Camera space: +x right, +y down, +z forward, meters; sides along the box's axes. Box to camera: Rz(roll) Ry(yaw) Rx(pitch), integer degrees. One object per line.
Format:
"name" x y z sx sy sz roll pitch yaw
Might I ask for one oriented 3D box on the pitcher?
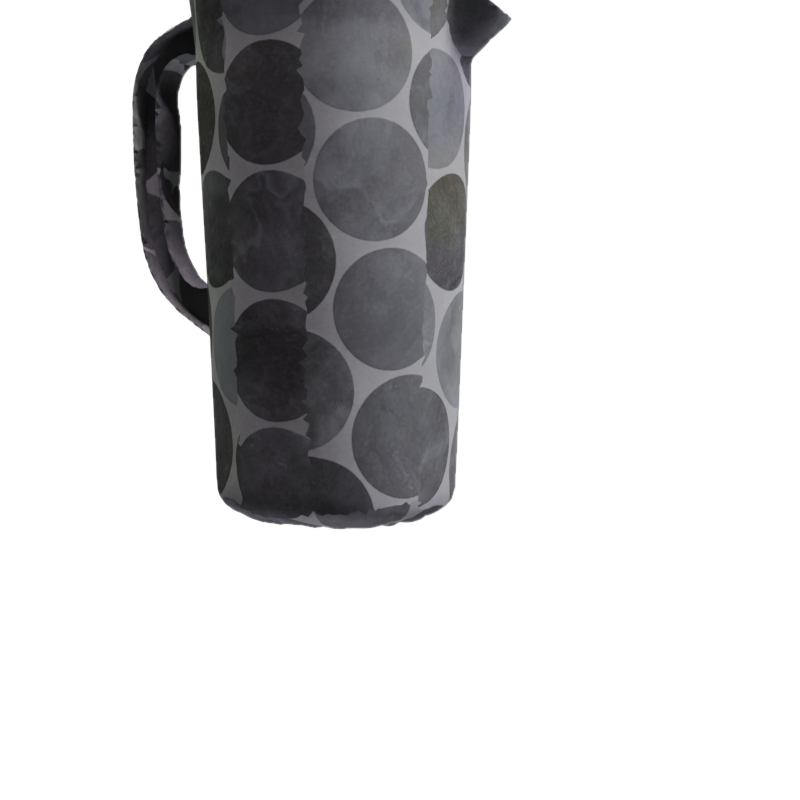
"pitcher" -0.040 -0.073 0.513 0.141 0.244 0.153 0 -1 -23
